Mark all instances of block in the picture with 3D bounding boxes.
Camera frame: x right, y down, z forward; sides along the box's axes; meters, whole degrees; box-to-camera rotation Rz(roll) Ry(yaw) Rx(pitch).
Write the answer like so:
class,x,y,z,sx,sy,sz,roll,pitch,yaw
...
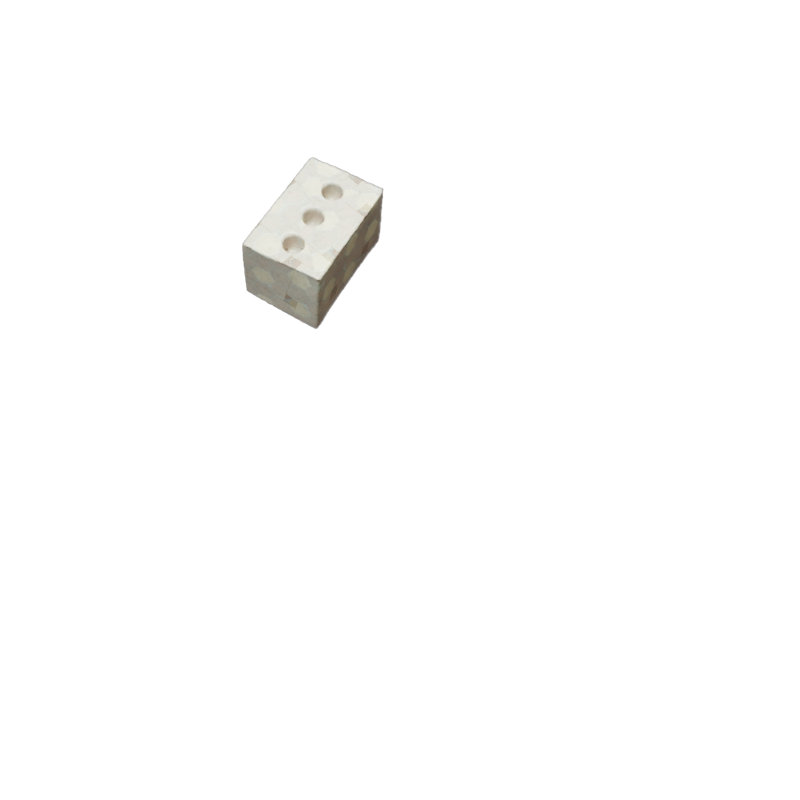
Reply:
class,x,y,z,sx,sy,sz,roll,pitch,yaw
block,-0.052,-0.094,0.661,0.054,0.080,0.048,25,-29,13
